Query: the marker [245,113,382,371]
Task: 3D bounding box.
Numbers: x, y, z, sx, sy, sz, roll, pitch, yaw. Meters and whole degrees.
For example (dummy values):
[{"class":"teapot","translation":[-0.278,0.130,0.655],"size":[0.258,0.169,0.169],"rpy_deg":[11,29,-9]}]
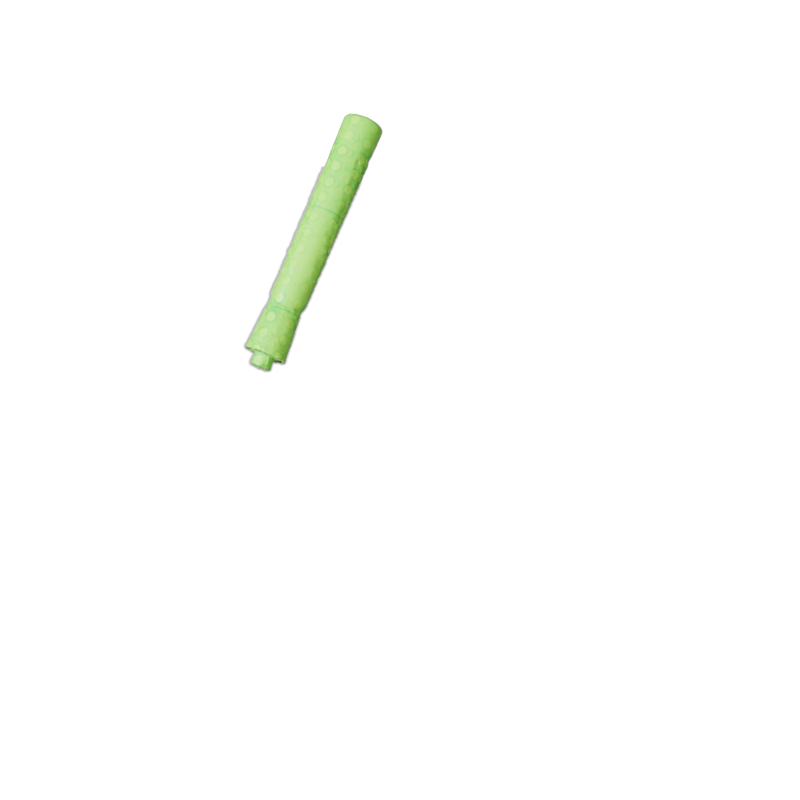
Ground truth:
[{"class":"marker","translation":[-0.038,-0.070,0.489],"size":[0.020,0.124,0.019],"rpy_deg":[21,-14,2]}]
